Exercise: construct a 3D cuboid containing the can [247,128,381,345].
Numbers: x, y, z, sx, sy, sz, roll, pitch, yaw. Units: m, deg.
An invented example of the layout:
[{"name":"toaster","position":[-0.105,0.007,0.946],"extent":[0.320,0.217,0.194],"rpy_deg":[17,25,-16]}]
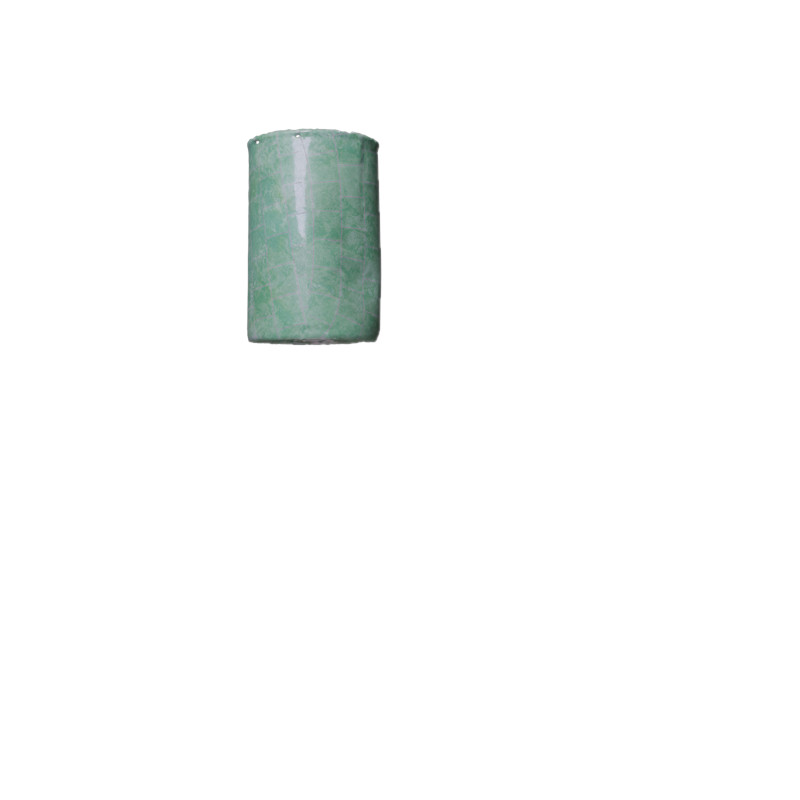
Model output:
[{"name":"can","position":[-0.044,-0.080,0.563],"extent":[0.068,0.104,0.068],"rpy_deg":[0,-5,-2]}]
